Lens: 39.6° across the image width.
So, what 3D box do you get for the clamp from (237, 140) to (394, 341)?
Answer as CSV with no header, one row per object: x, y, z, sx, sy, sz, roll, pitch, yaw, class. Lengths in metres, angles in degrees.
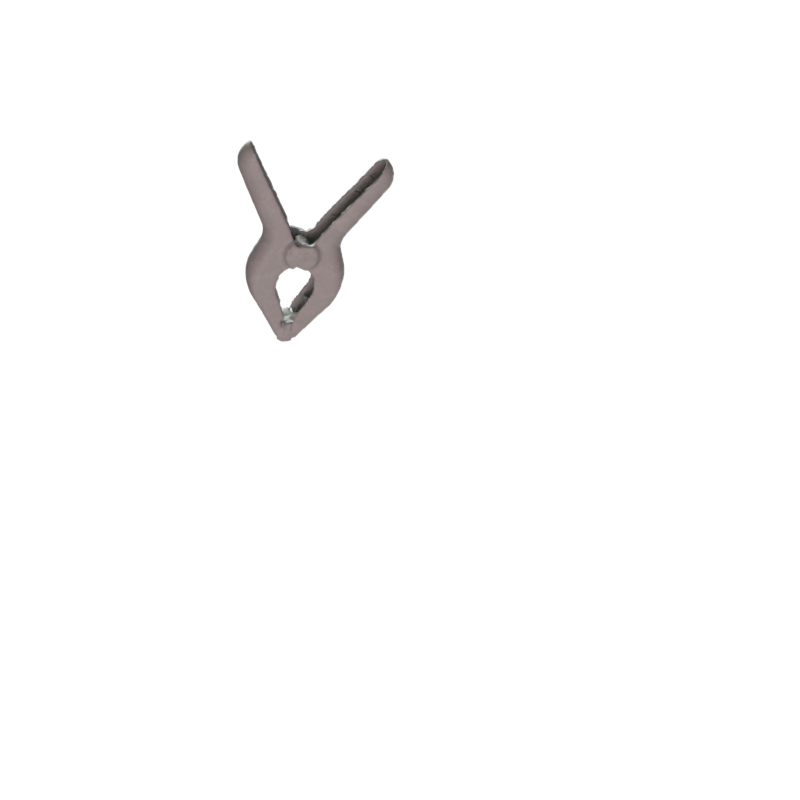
-0.069,-0.125,0.878,0.120,0.161,0.042,3,33,-2,clamp
